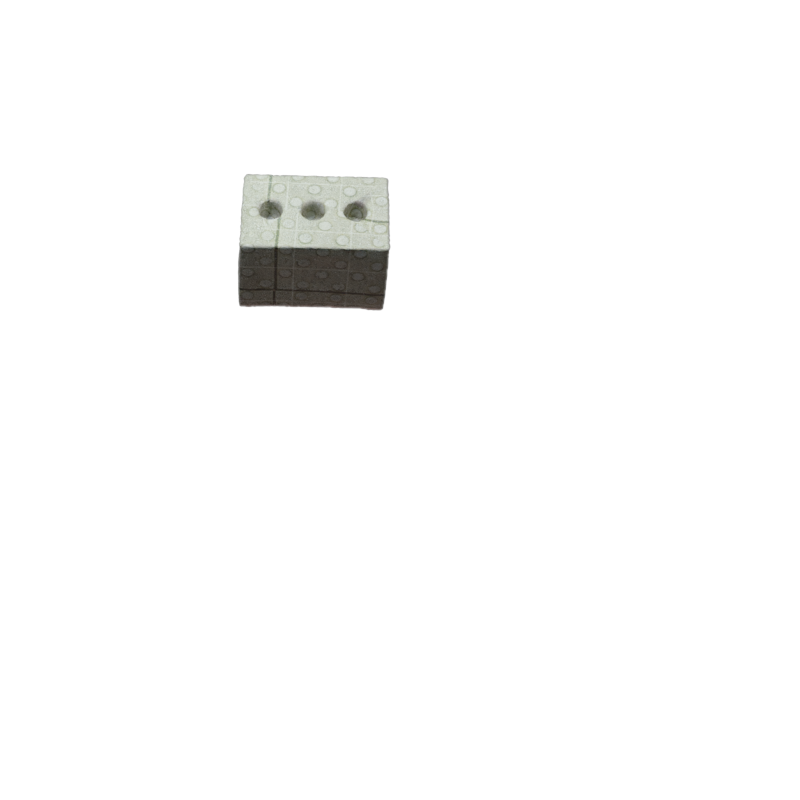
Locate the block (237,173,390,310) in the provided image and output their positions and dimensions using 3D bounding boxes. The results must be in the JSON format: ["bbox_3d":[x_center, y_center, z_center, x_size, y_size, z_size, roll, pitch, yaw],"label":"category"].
[{"bbox_3d":[-0.046,-0.084,0.585,0.078,0.056,0.048,1,-37,-1],"label":"block"}]
